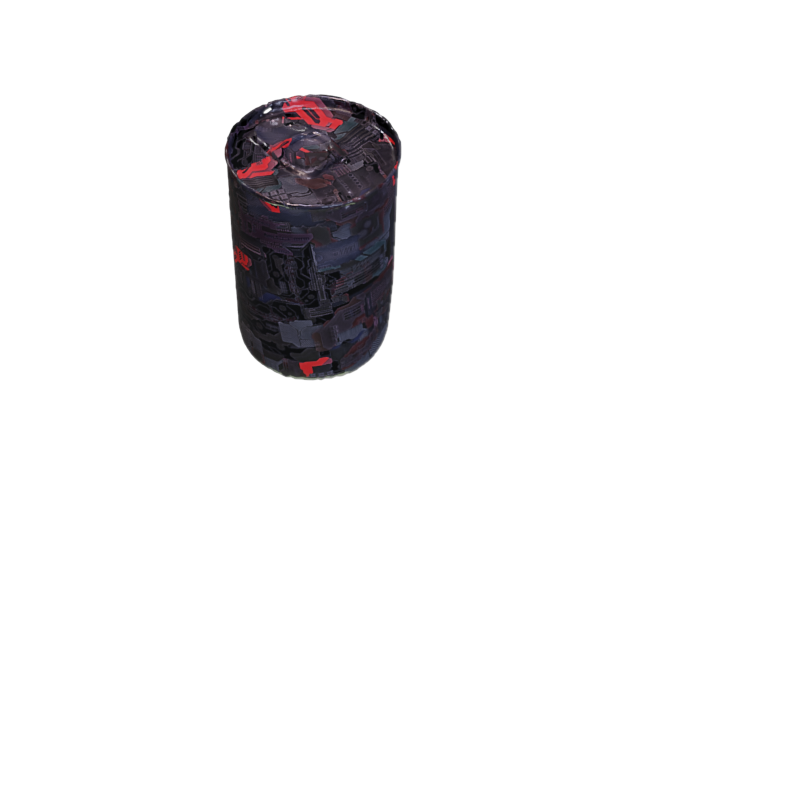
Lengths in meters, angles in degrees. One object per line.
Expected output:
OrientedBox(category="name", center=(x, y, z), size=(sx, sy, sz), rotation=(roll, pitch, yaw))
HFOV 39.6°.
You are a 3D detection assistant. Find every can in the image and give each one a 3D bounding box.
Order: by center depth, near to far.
OrientedBox(category="can", center=(-0.036, -0.065, 0.459), size=(0.068, 0.074, 0.095), rotation=(0, -42, -3))
